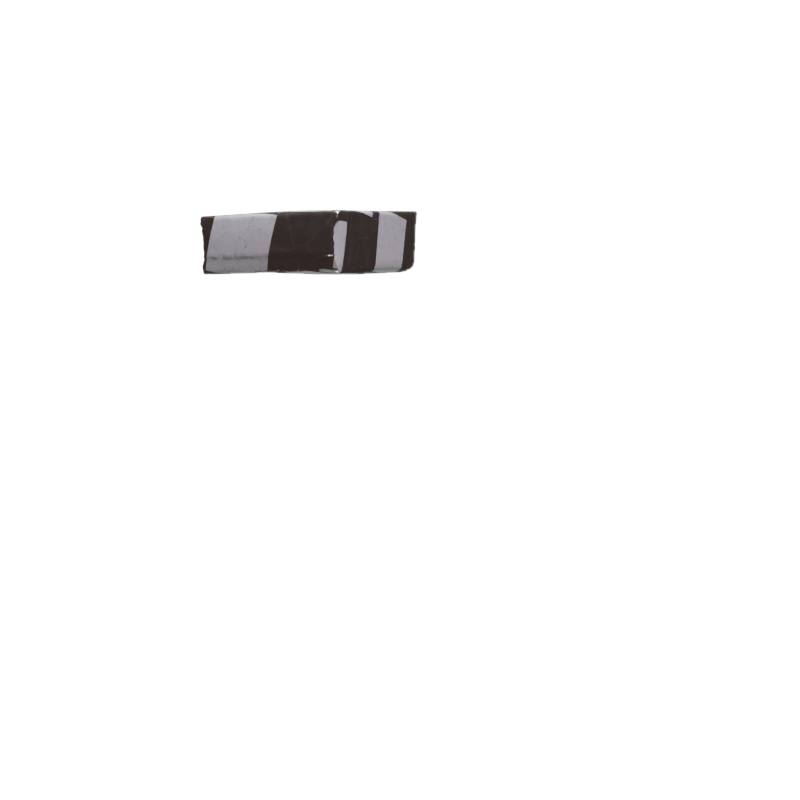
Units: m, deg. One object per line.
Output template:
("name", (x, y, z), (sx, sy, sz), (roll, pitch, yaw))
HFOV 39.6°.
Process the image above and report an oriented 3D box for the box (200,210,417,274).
("box", (-0.052, -0.094, 0.661), (0.093, 0.039, 0.111), (3, 7, 25))
